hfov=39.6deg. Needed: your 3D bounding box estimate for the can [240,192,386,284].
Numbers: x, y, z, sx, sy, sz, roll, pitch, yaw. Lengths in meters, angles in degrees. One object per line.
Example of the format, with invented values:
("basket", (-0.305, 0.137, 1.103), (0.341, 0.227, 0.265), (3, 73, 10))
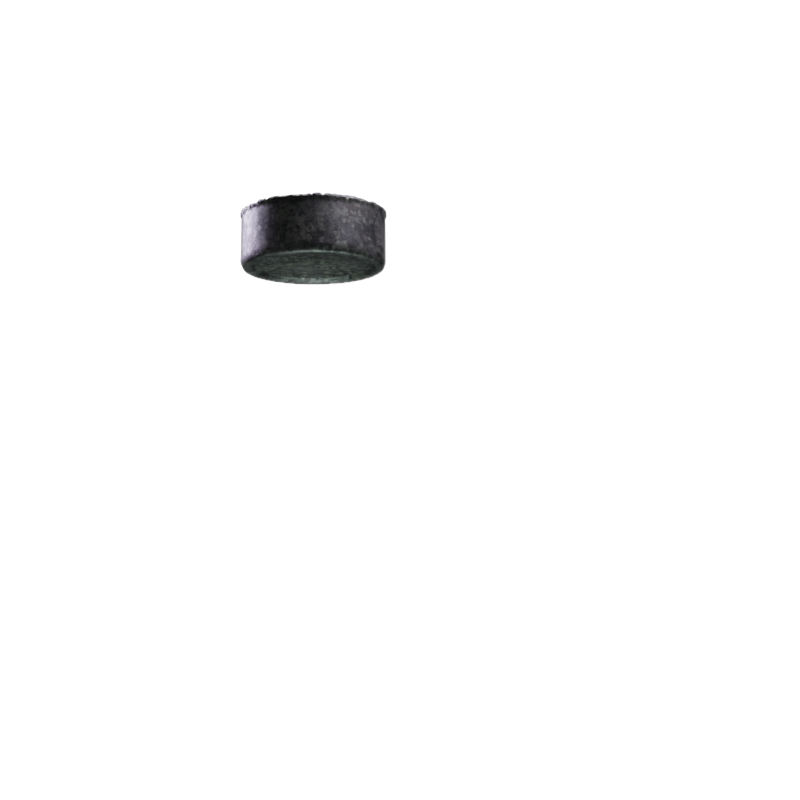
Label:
("can", (-0.051, -0.092, 0.648), (0.086, 0.035, 0.084), (0, -8, -2))
